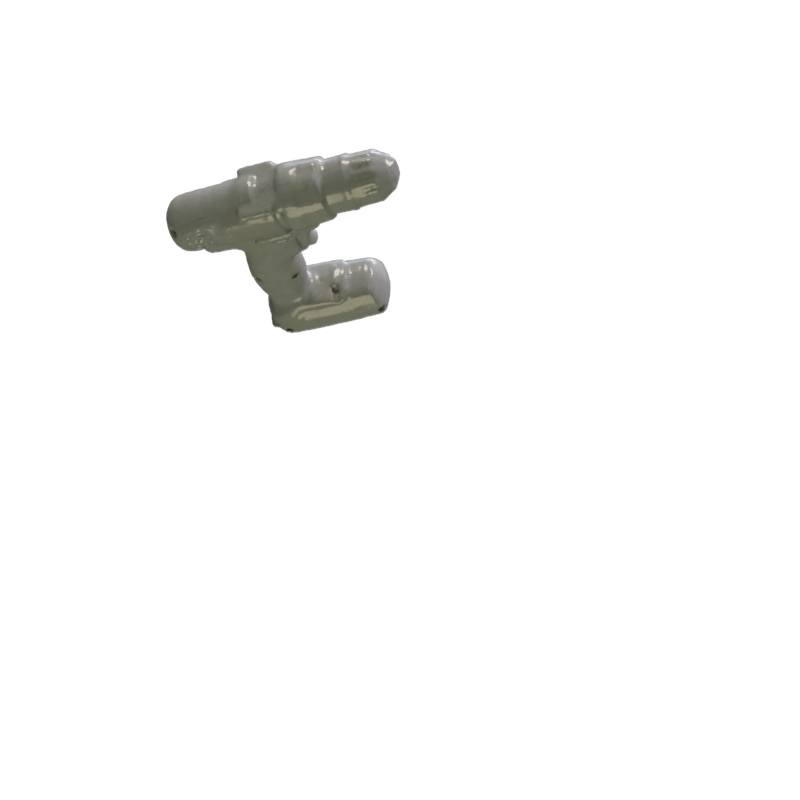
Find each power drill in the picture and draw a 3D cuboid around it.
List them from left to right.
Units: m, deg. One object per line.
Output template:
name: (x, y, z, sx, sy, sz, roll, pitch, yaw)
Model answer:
power drill: (-0.070, -0.127, 0.891, 0.187, 0.061, 0.174, -9, -29, 16)
